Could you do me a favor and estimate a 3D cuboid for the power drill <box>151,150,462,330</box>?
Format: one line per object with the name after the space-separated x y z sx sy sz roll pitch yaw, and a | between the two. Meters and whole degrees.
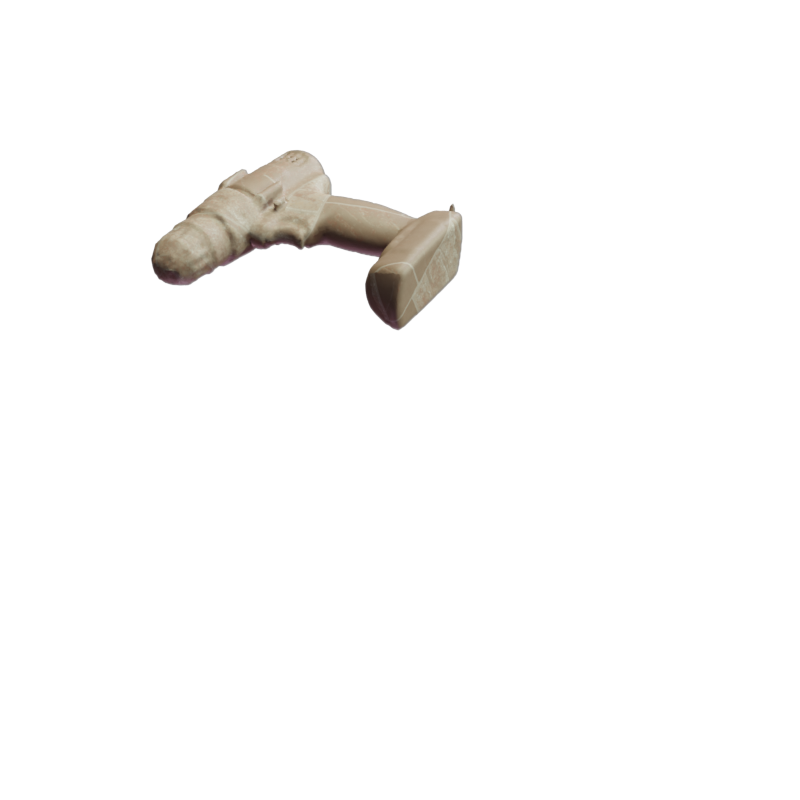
-0.064 -0.116 0.813 0.197 0.054 0.188 22 44 25 | power drill
